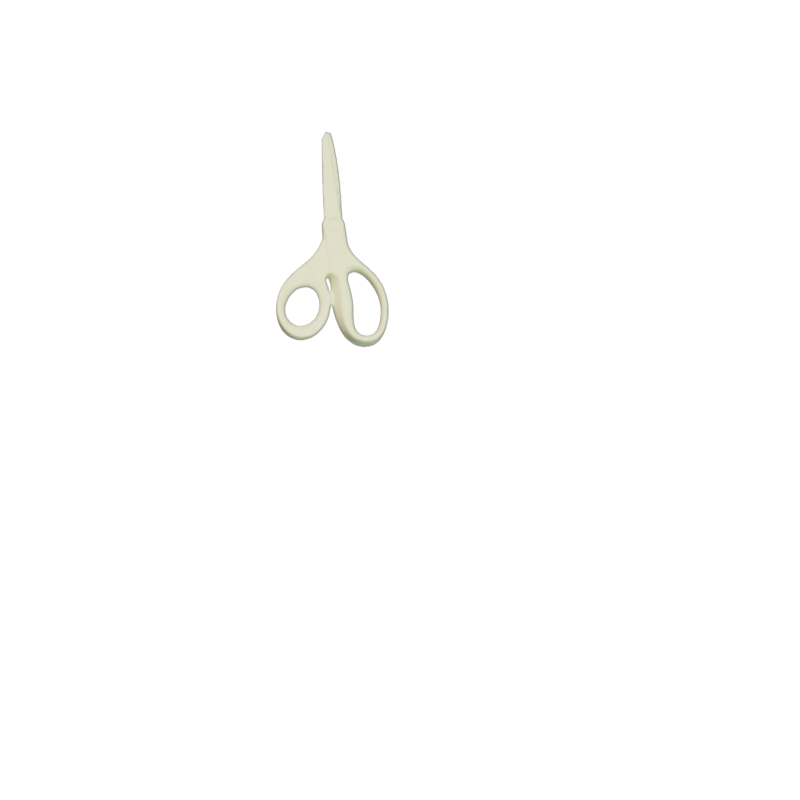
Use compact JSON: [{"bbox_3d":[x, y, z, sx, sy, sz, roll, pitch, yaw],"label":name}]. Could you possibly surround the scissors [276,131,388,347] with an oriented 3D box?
[{"bbox_3d":[-0.070,-0.128,0.897,0.096,0.216,0.015,-17,-28,-9],"label":"scissors"}]
